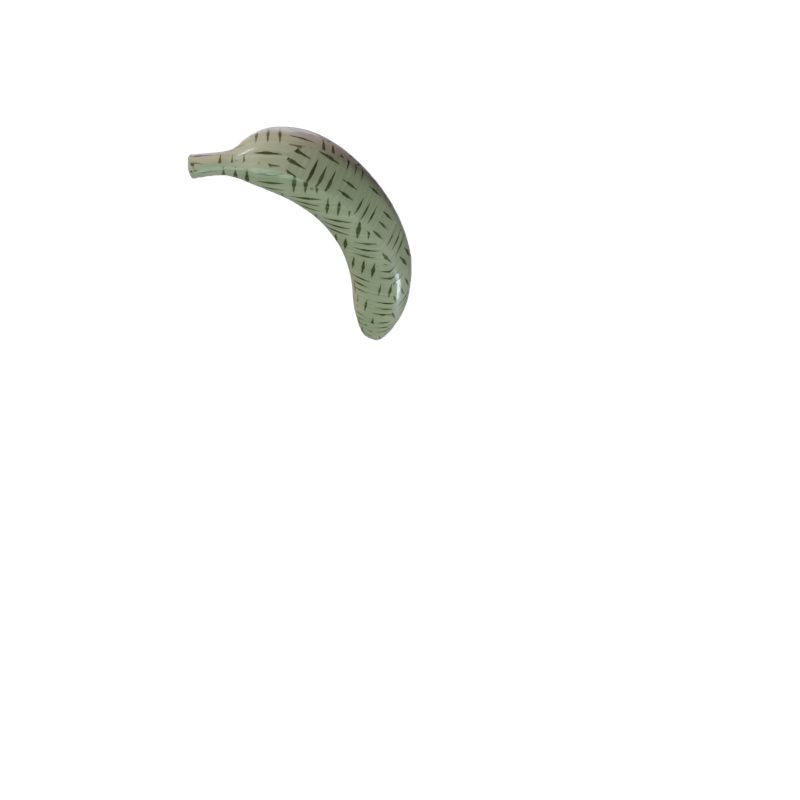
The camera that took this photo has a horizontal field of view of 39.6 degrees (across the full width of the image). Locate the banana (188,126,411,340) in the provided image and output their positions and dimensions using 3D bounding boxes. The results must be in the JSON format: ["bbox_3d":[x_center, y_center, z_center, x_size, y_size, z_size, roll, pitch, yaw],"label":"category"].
[{"bbox_3d":[-0.035,-0.096,0.618,0.070,0.039,0.183,-18,-37,24],"label":"banana"}]
